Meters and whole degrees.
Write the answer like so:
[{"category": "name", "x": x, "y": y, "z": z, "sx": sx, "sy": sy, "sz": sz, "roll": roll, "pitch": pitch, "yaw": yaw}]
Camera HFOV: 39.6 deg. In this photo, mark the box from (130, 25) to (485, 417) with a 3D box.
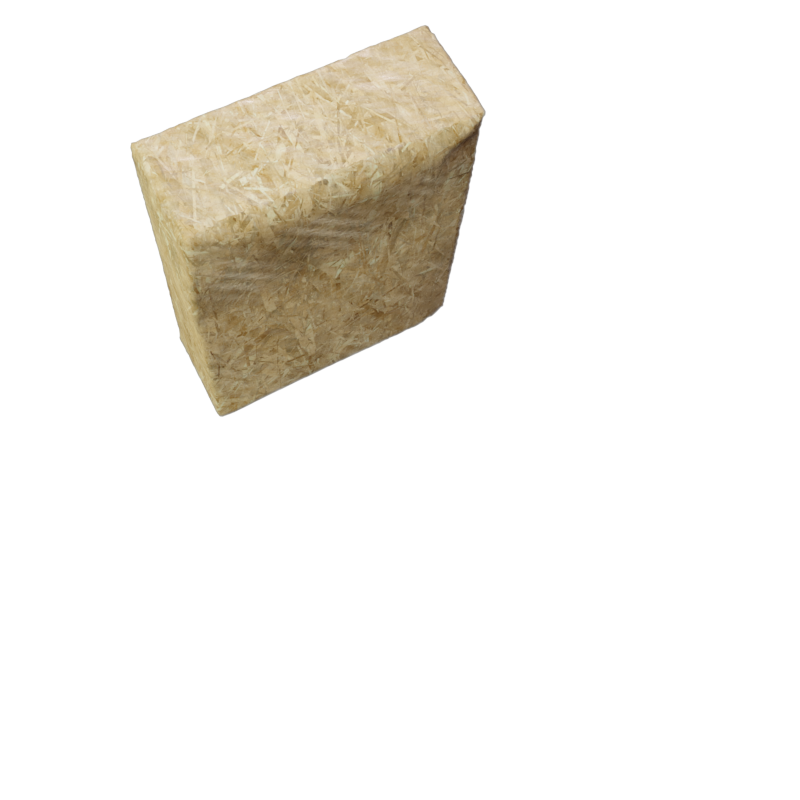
[{"category": "box", "x": -0.048, "y": -0.088, "z": 0.616, "sx": 0.164, "sy": 0.076, "sz": 0.202, "roll": -26, "pitch": -20, "yaw": -14}]
